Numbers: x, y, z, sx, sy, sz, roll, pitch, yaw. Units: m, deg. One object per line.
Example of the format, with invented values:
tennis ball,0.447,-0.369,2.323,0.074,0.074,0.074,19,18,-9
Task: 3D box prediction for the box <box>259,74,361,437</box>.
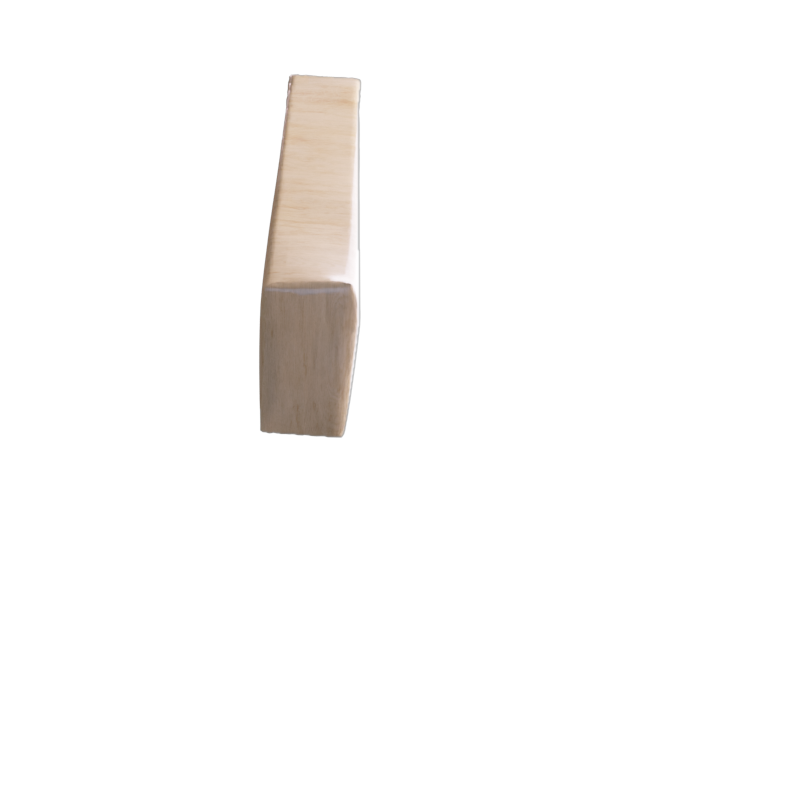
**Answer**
box,-0.044,-0.079,0.552,0.048,0.087,0.189,2,42,-6
